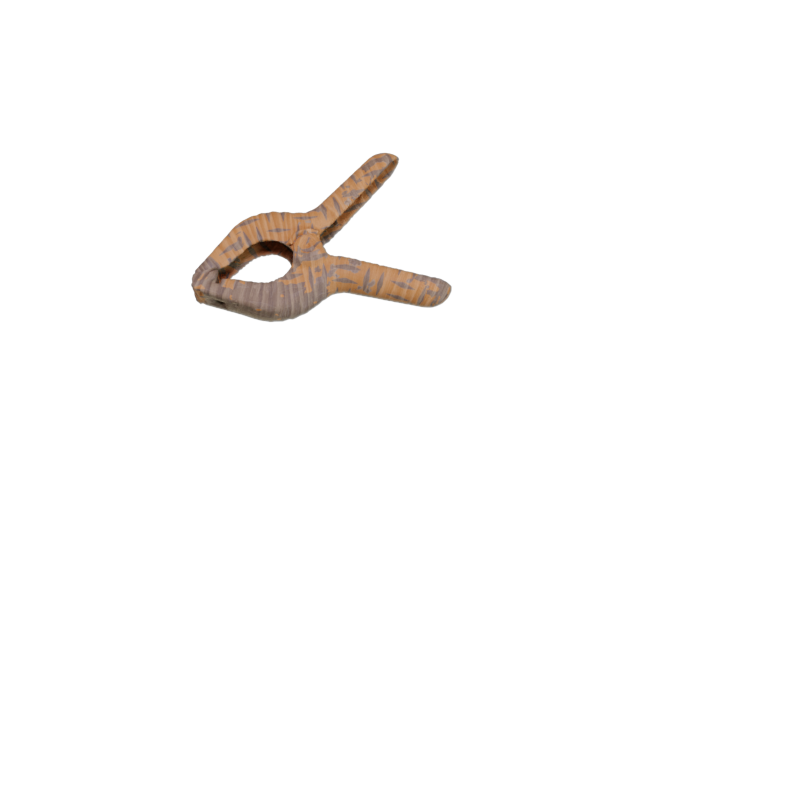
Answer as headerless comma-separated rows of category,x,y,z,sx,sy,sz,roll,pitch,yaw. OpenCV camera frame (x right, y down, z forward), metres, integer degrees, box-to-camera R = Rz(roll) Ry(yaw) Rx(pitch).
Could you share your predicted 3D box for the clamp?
clamp,-0.060,-0.109,0.760,0.170,0.129,0.037,-8,-31,-5
